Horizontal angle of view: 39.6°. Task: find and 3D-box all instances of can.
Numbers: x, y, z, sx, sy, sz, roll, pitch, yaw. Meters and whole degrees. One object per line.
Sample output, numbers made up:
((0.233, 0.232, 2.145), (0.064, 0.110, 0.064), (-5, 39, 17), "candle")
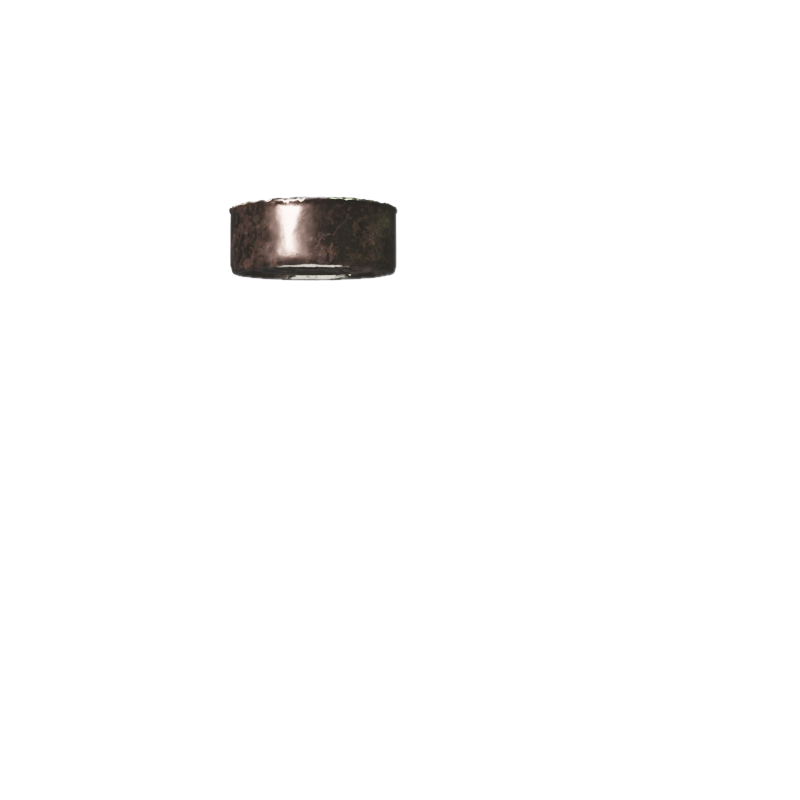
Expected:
((-0.044, -0.080, 0.564), (0.086, 0.034, 0.085), (0, 0, -2), "can")
